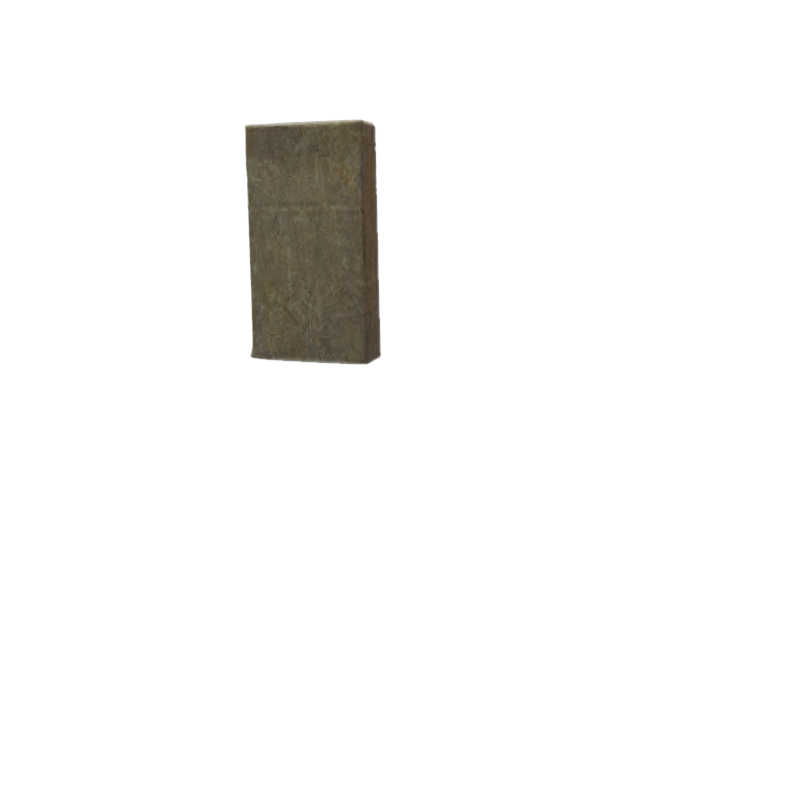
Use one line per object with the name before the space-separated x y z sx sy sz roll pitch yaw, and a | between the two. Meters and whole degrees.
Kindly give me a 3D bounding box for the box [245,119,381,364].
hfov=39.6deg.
box | -0.064 -0.117 0.821 0.096 0.176 0.047 1 1 18
